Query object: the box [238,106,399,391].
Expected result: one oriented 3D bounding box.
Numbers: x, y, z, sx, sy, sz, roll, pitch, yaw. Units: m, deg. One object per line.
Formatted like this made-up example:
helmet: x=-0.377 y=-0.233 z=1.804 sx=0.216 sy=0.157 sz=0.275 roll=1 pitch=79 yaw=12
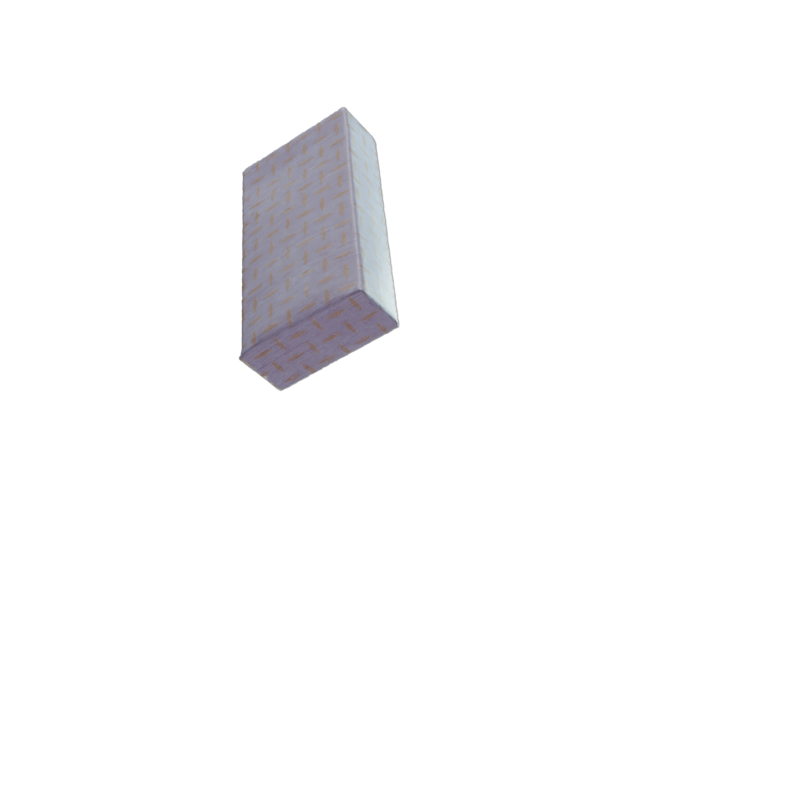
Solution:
box: x=-0.055 y=-0.101 z=0.705 sx=0.093 sy=0.189 sz=0.045 roll=-28 pitch=-49 yaw=23
